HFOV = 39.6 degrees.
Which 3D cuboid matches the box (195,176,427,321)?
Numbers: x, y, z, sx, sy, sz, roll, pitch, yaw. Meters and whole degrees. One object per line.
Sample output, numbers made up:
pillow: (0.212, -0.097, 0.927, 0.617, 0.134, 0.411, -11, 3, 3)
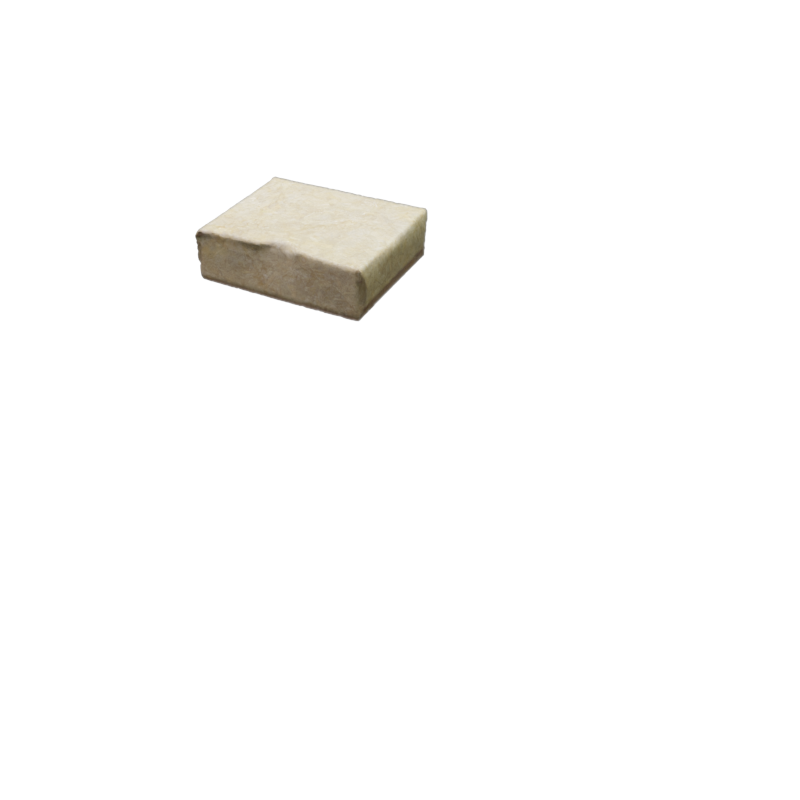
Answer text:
box: (-0.042, -0.076, 0.536, 0.093, 0.028, 0.074, 16, 36, 23)
